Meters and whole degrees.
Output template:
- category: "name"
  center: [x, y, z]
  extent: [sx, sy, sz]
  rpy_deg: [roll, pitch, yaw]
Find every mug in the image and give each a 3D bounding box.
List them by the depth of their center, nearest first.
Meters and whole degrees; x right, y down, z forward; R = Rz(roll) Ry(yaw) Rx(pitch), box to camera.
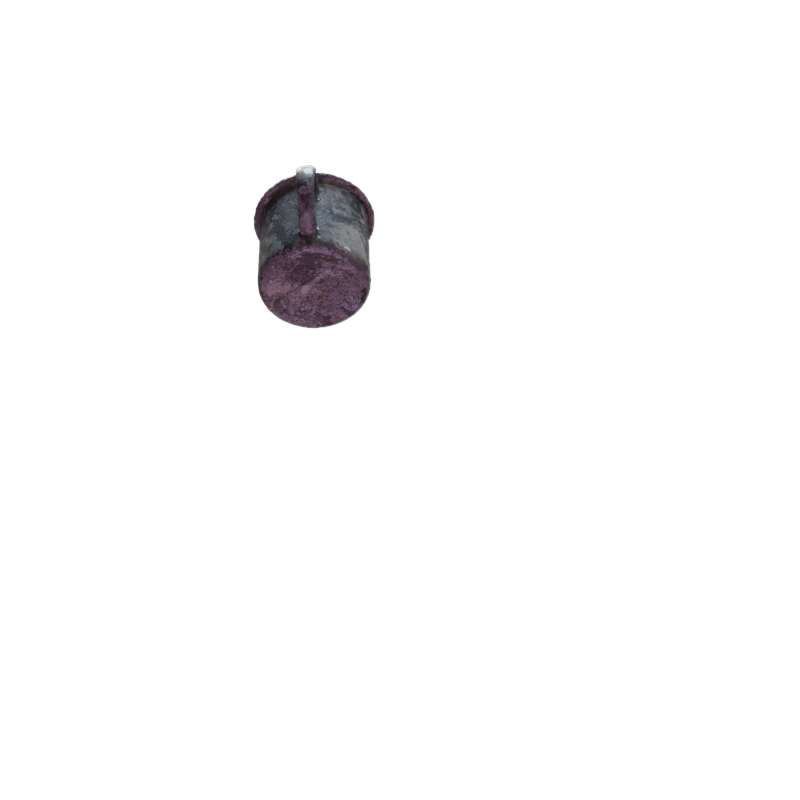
- category: "mug"
  center: [-0.064, -0.116, 0.814]
  extent: [0.093, 0.109, 0.087]
  rpy_deg: [-2, 42, 0]
